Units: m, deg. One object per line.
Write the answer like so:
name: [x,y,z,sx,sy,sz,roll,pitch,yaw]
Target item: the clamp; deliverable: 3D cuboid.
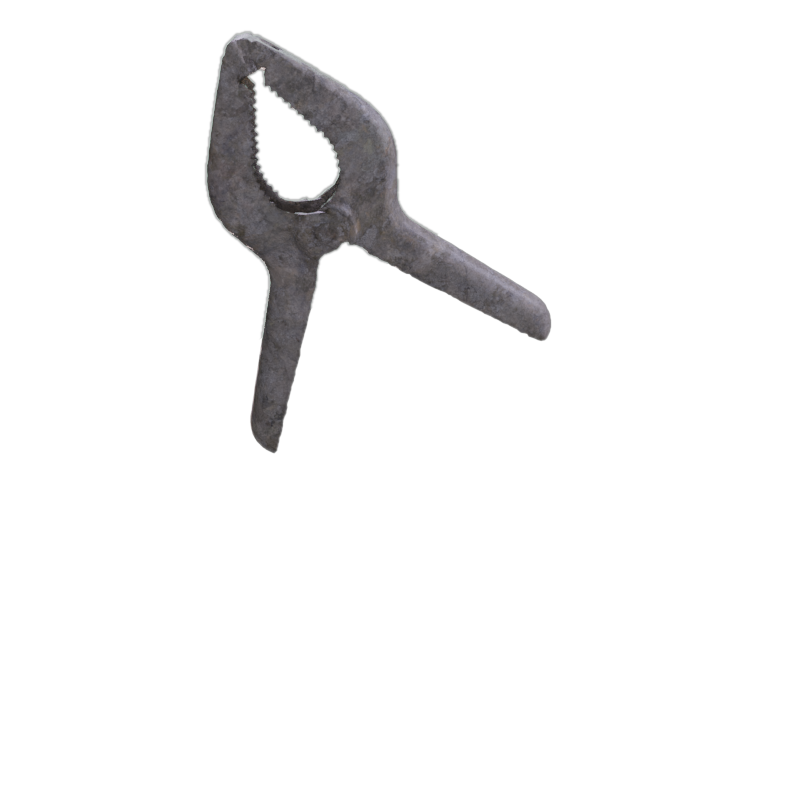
clamp: [-0.043,-0.079,0.552,0.164,0.202,0.038,-30,14,9]
